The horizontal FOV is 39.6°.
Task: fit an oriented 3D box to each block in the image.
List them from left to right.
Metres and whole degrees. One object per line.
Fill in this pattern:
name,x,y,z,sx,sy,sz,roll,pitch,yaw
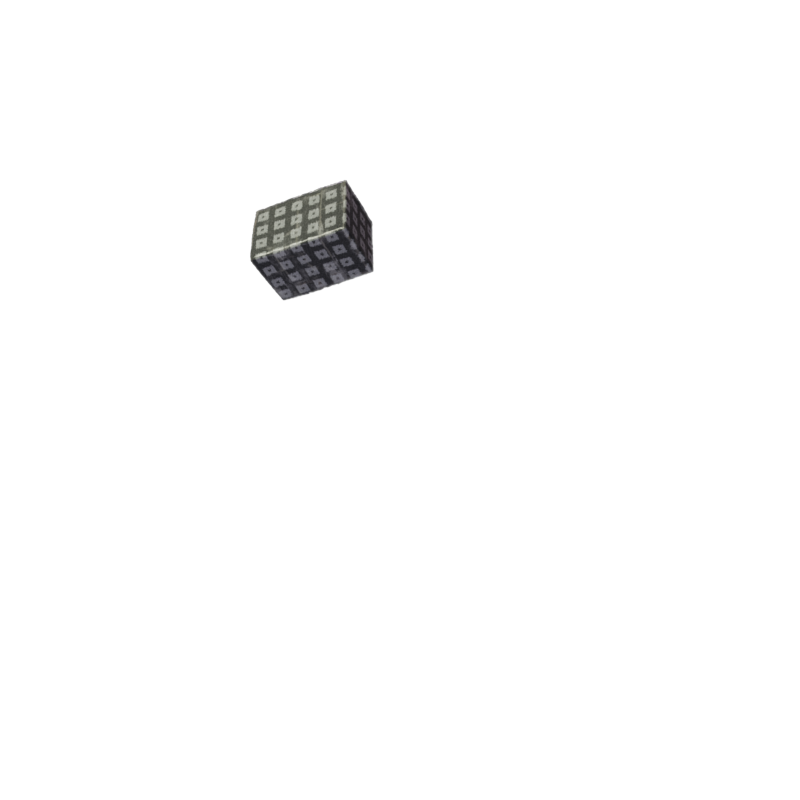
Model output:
block,-0.064,-0.117,0.823,0.079,0.055,0.049,-16,-42,17
